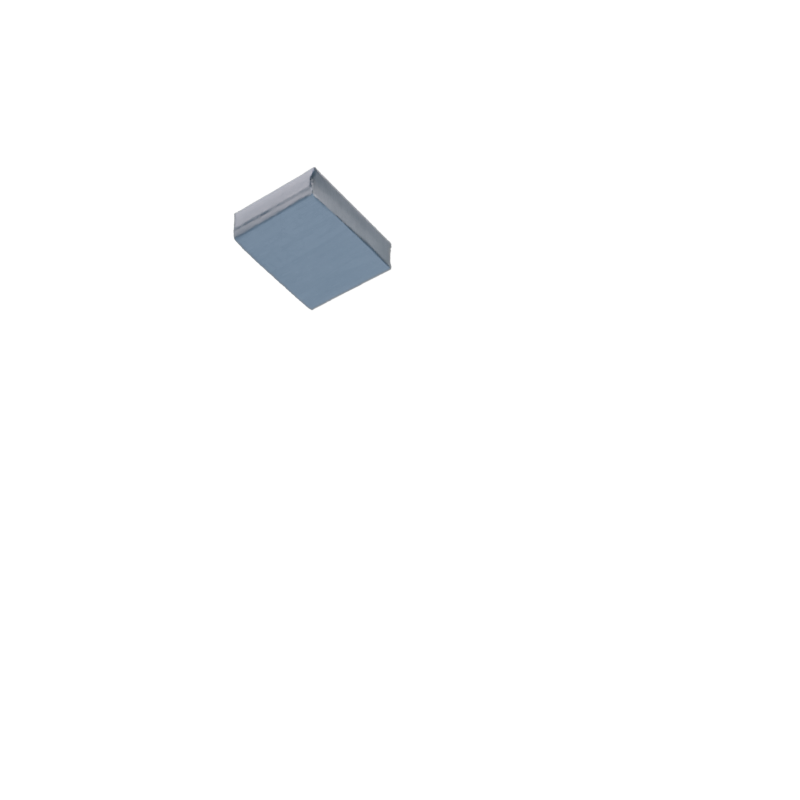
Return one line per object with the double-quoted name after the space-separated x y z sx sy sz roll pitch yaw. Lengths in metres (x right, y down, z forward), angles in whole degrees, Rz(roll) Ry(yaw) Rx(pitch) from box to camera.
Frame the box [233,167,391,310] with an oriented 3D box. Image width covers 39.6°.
-0.074 -0.136 0.950 0.090 0.042 0.105 -27 -48 26 "box"
